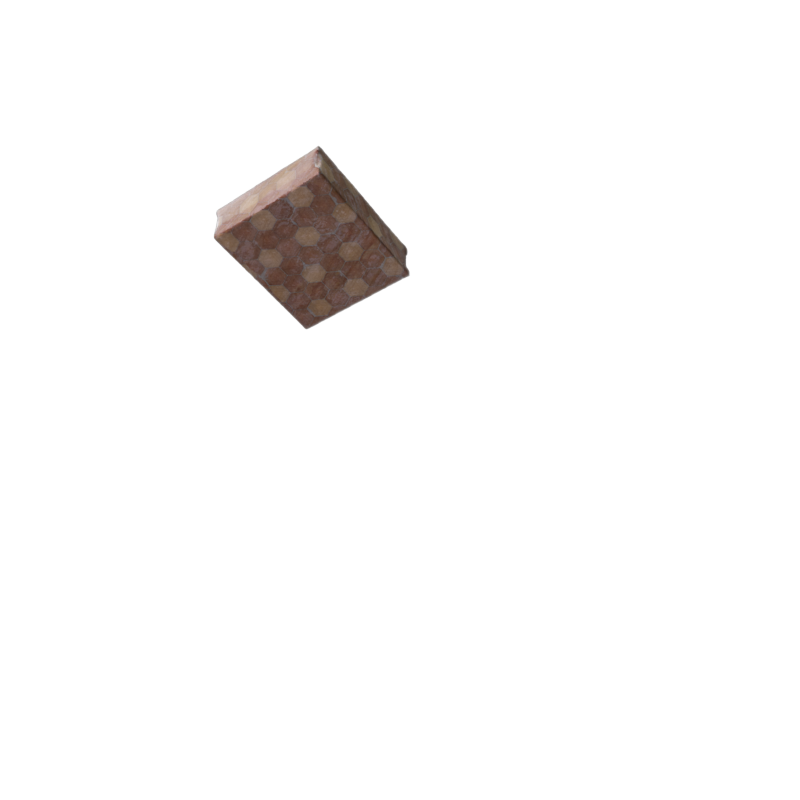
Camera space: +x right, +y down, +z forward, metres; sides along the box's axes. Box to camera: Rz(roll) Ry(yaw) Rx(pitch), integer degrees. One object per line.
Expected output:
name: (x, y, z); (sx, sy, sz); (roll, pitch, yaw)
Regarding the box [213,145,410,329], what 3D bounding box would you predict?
box: (-0.049, -0.089, 0.623); (0.073, 0.032, 0.083); (-29, -54, 22)
